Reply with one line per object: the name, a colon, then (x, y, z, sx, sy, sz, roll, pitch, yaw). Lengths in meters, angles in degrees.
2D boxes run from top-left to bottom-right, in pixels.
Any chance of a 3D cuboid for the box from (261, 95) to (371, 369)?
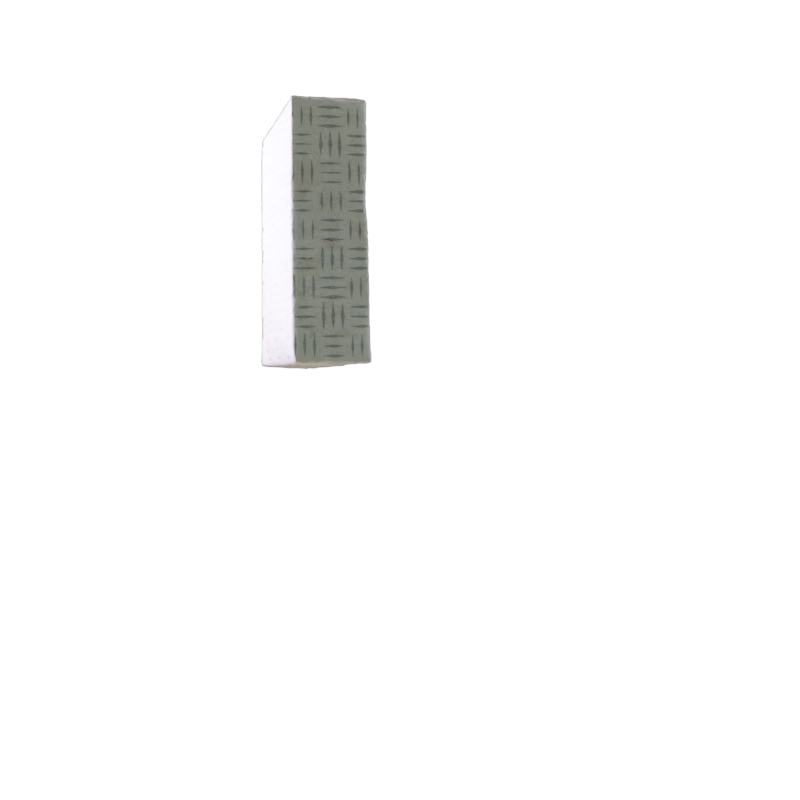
box: (-0.074, -0.135, 0.948, 0.070, 0.217, 0.165, 1, -5, -15)
